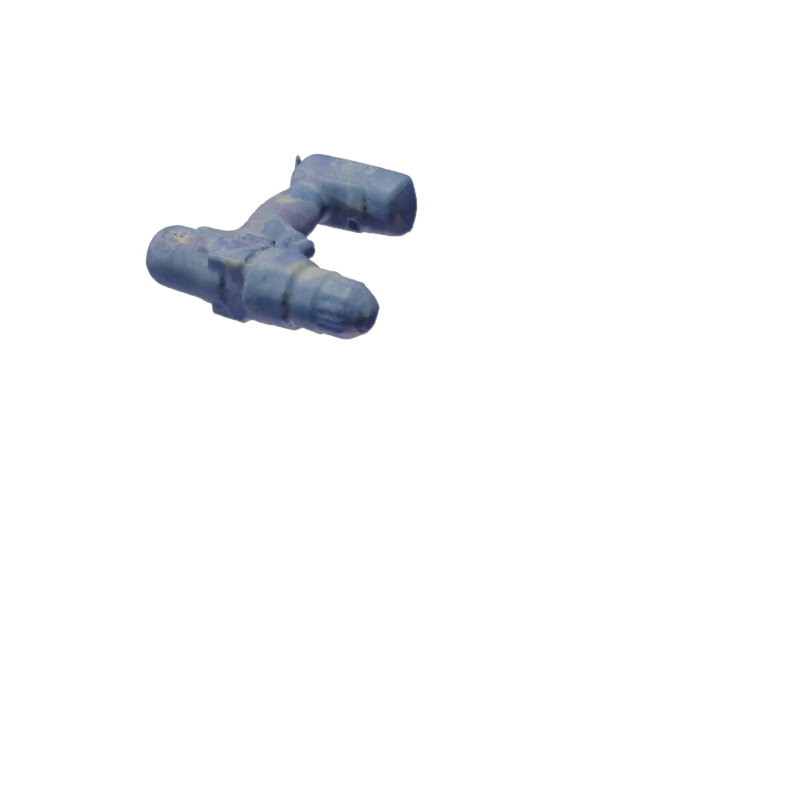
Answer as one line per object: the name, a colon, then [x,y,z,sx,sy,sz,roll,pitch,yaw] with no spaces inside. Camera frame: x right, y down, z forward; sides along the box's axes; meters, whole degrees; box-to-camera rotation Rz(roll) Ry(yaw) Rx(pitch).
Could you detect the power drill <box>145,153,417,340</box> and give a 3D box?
power drill: [-0.064,-0.116,0.812,0.194,0.054,0.190,19,37,26]
